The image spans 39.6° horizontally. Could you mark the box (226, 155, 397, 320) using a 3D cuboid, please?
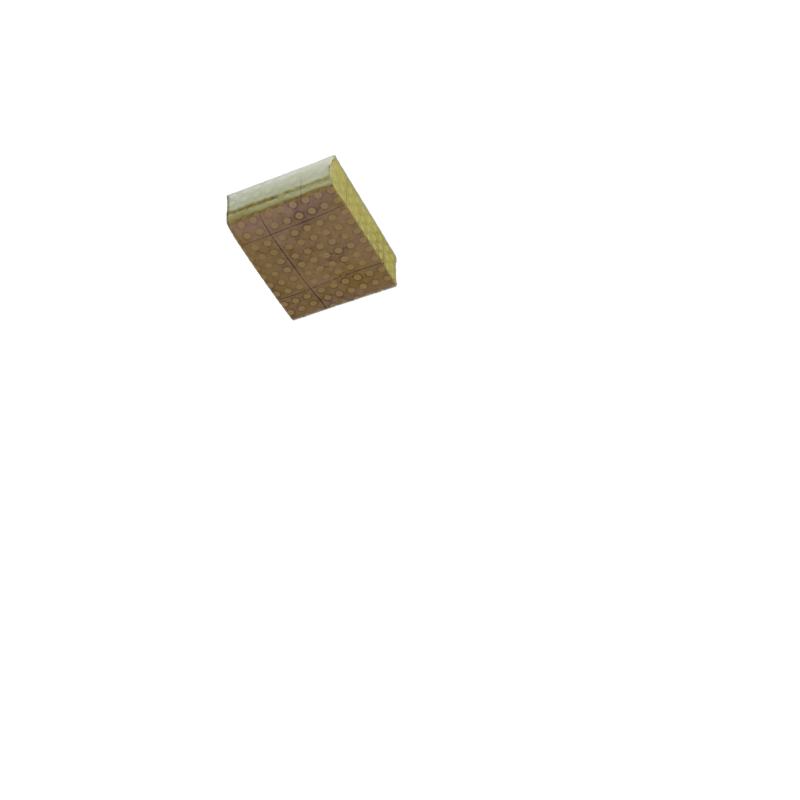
[{"bbox_3d":[-0.064,-0.117,0.819,0.090,0.042,0.105,-18,-46,18],"label":"box"}]
